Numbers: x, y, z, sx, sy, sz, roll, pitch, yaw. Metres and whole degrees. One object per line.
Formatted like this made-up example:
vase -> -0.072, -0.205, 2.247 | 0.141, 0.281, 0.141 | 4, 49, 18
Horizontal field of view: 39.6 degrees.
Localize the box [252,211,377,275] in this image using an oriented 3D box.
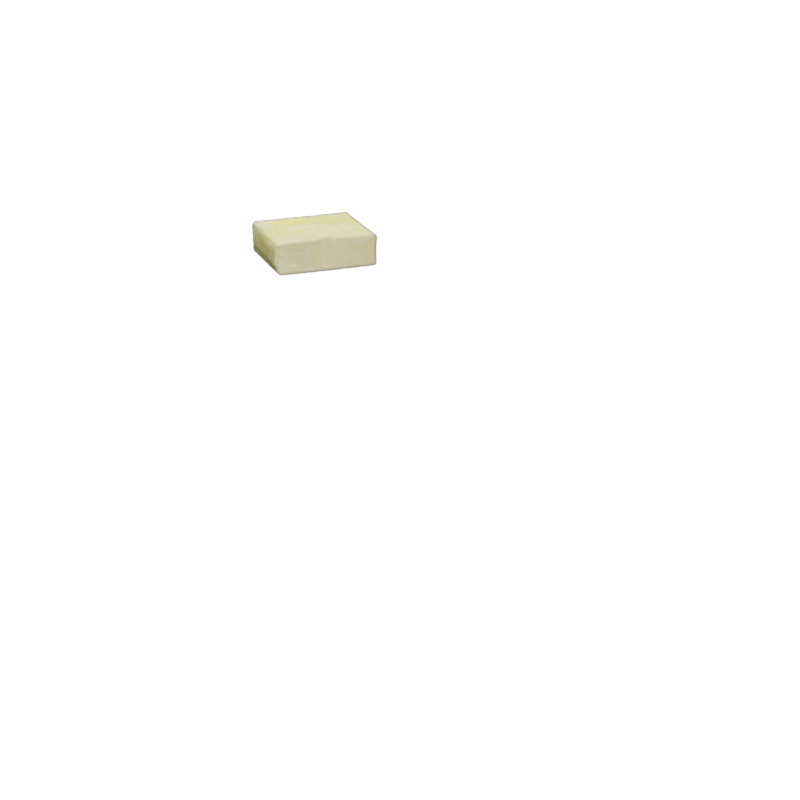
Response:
box -> -0.074, -0.134, 0.937 | 0.088, 0.029, 0.078 | -8, 25, -19
